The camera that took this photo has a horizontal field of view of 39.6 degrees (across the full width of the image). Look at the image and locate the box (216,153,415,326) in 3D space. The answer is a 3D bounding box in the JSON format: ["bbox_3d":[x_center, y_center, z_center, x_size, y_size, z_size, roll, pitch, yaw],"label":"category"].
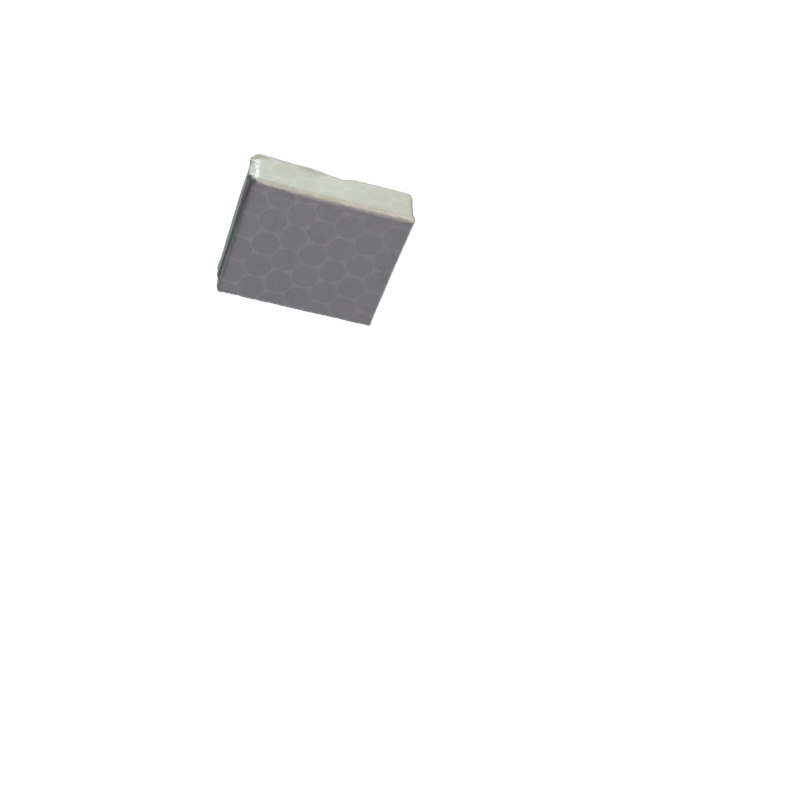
[{"bbox_3d":[-0.046,-0.084,0.587,0.088,0.070,0.032,14,36,-11],"label":"box"}]
